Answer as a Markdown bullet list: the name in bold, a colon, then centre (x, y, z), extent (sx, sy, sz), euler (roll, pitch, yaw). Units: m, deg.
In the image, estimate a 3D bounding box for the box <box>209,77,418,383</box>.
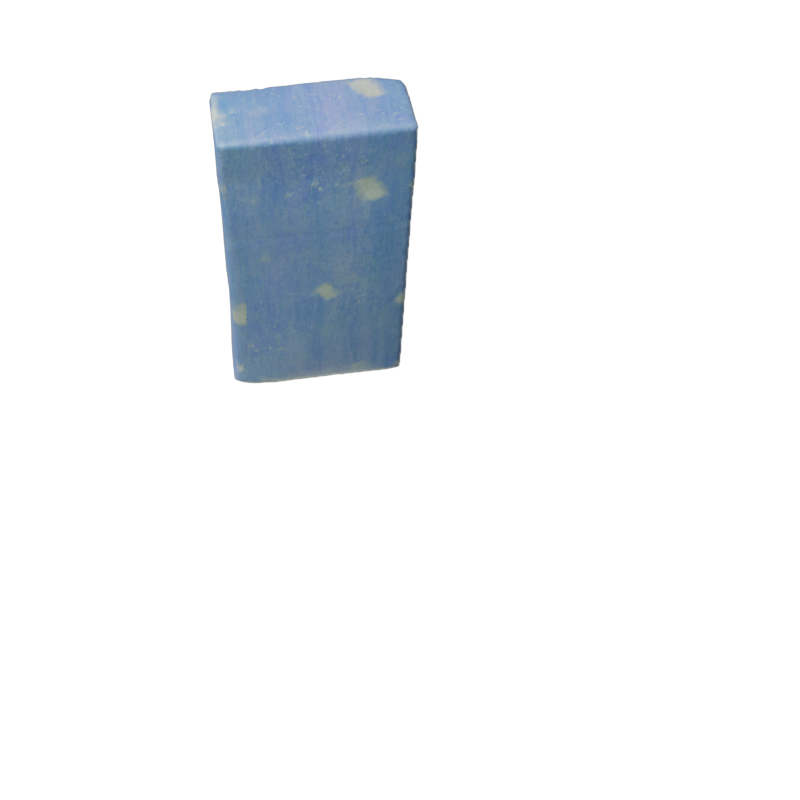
- **box**: centre (-0.044, -0.080, 0.561), extent (0.093, 0.052, 0.164), euler (-5, -41, -8)
